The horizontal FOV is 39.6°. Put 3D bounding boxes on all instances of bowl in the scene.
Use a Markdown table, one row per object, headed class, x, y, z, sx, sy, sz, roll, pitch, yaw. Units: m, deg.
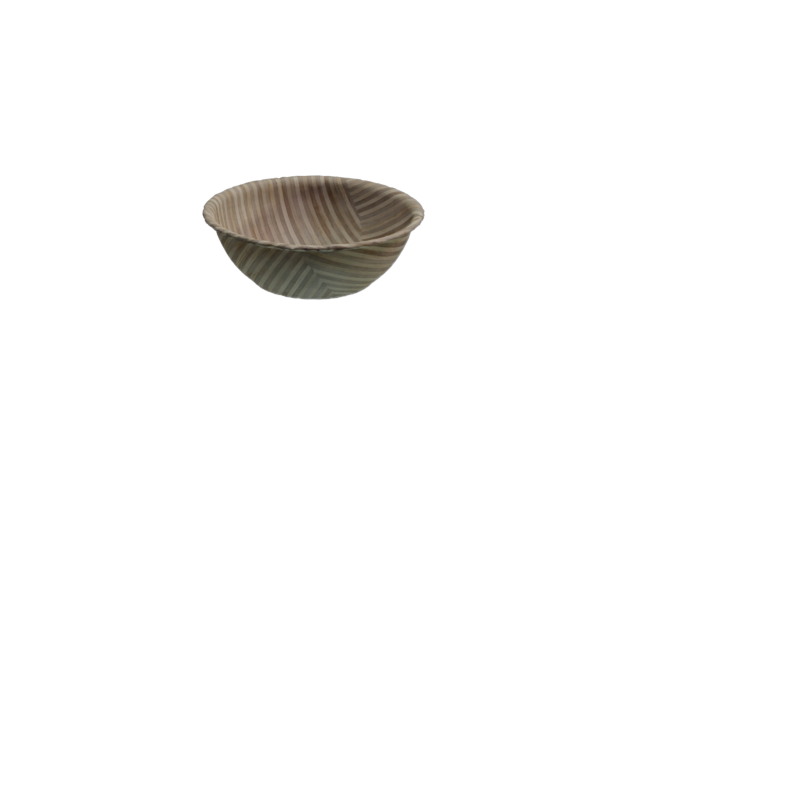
| class | x | y | z | sx | sy | sz | roll | pitch | yaw |
| --- | --- | --- | --- | --- | --- | --- | --- | --- | --- |
| bowl | -0.064 | -0.117 | 0.818 | 0.162 | 0.052 | 0.171 | -1 | 27 | -2 |
